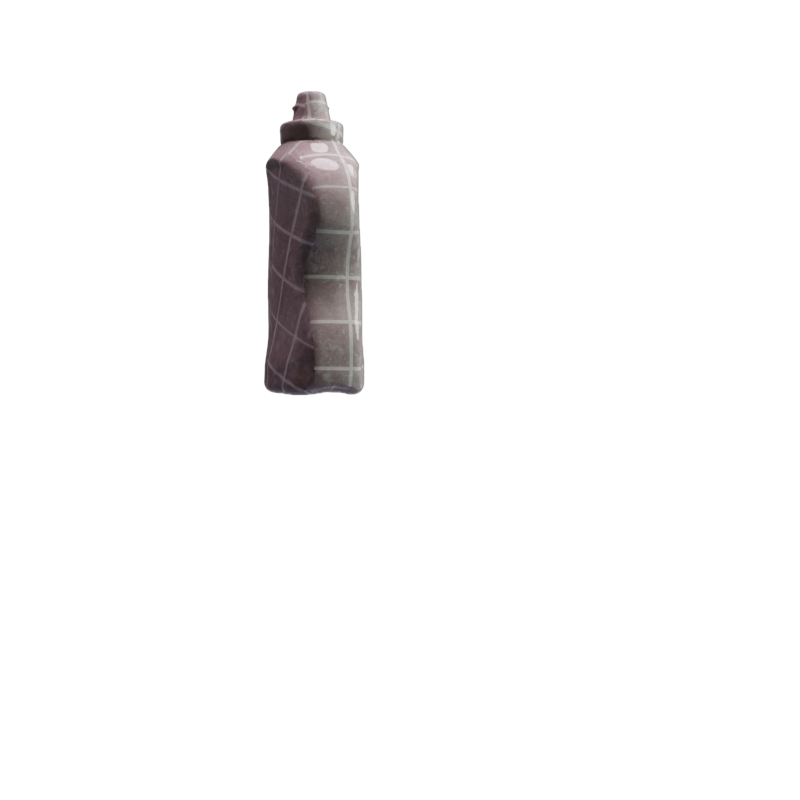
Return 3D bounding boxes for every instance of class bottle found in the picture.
[{"bbox_3d":[-0.056,-0.101,0.705,0.057,0.194,0.097,1,-5,-18],"label":"bottle"}]
